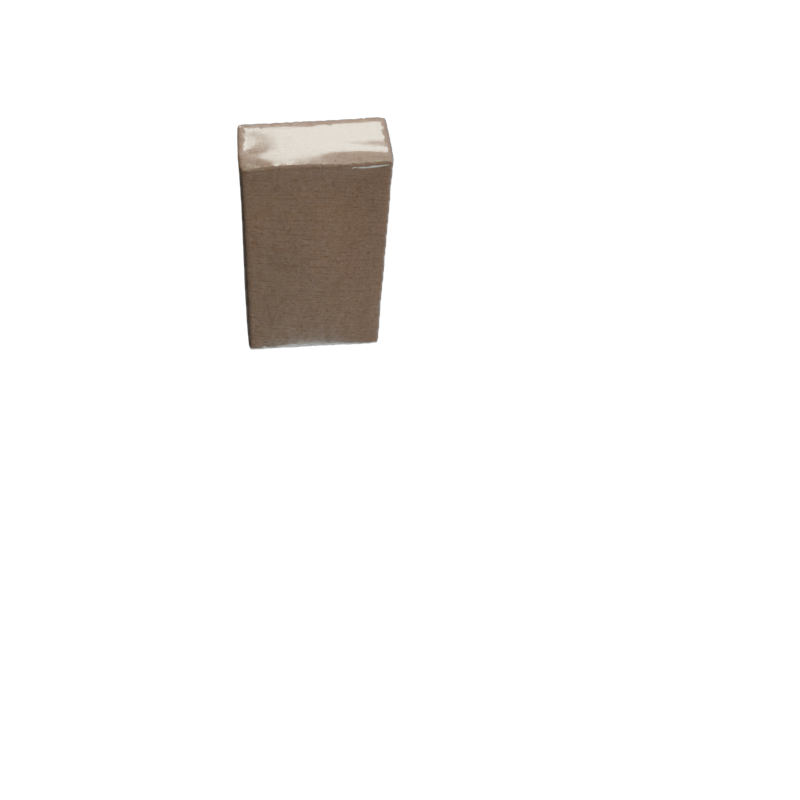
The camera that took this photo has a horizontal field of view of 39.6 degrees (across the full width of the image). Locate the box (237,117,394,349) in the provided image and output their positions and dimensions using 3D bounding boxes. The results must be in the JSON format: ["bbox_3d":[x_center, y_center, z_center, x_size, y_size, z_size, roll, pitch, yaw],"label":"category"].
[{"bbox_3d":[-0.056,-0.102,0.718,0.093,0.052,0.165,-3,-35,-6],"label":"box"}]
